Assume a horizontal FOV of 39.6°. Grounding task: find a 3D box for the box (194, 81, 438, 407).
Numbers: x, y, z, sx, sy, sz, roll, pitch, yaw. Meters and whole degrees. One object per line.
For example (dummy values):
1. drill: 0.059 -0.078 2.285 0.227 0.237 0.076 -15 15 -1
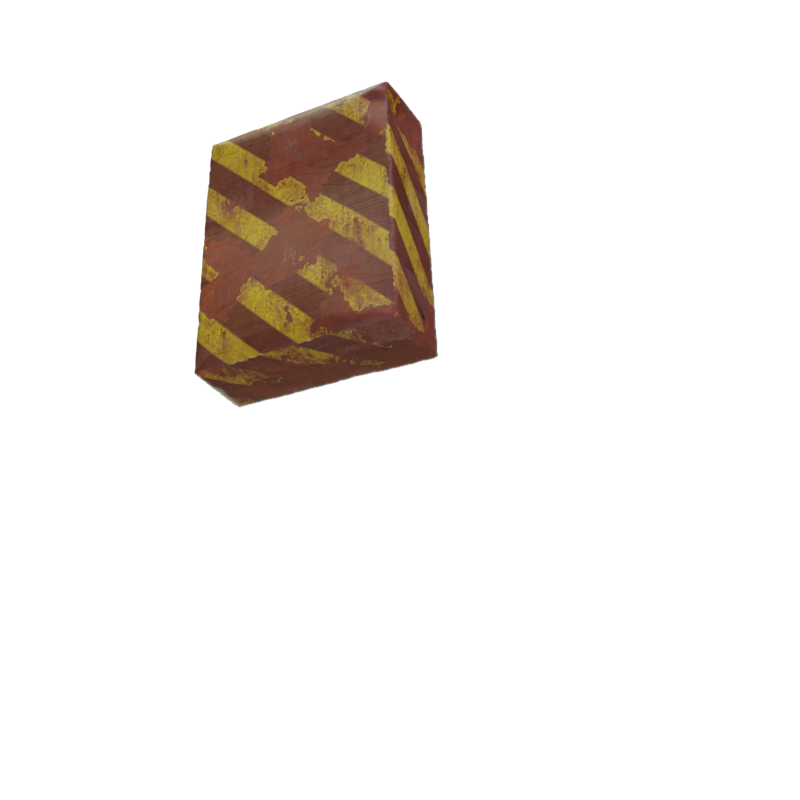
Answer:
1. box: -0.065 -0.118 0.830 0.166 0.228 0.066 -16 -34 22
